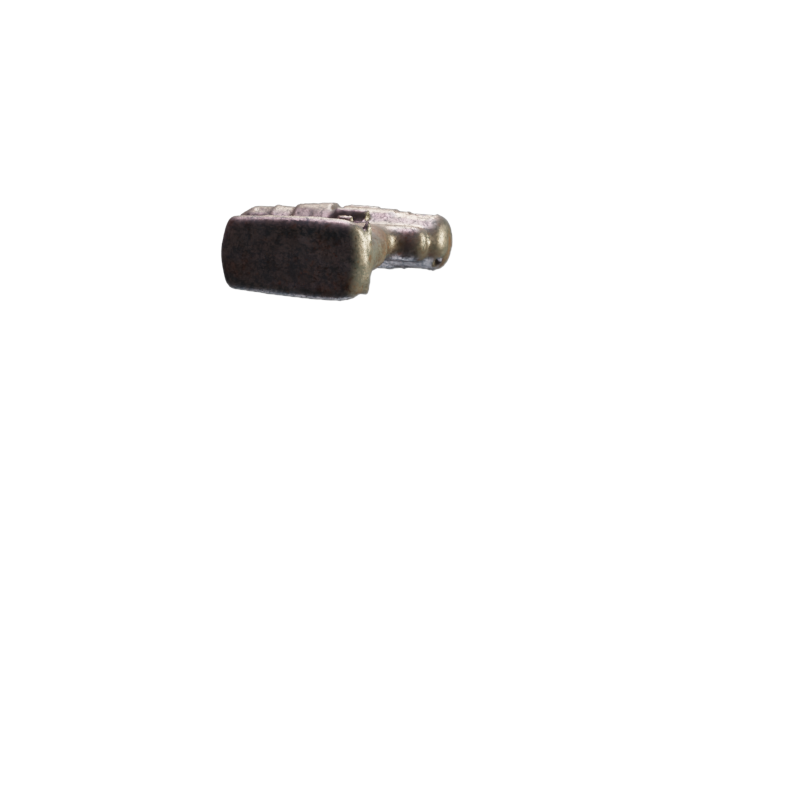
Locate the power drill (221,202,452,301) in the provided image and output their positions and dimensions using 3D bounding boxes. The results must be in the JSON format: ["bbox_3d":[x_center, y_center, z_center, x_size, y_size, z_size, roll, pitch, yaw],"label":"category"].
[{"bbox_3d":[-0.066,-0.121,0.848,0.189,0.056,0.188,4,15,16],"label":"power drill"}]
